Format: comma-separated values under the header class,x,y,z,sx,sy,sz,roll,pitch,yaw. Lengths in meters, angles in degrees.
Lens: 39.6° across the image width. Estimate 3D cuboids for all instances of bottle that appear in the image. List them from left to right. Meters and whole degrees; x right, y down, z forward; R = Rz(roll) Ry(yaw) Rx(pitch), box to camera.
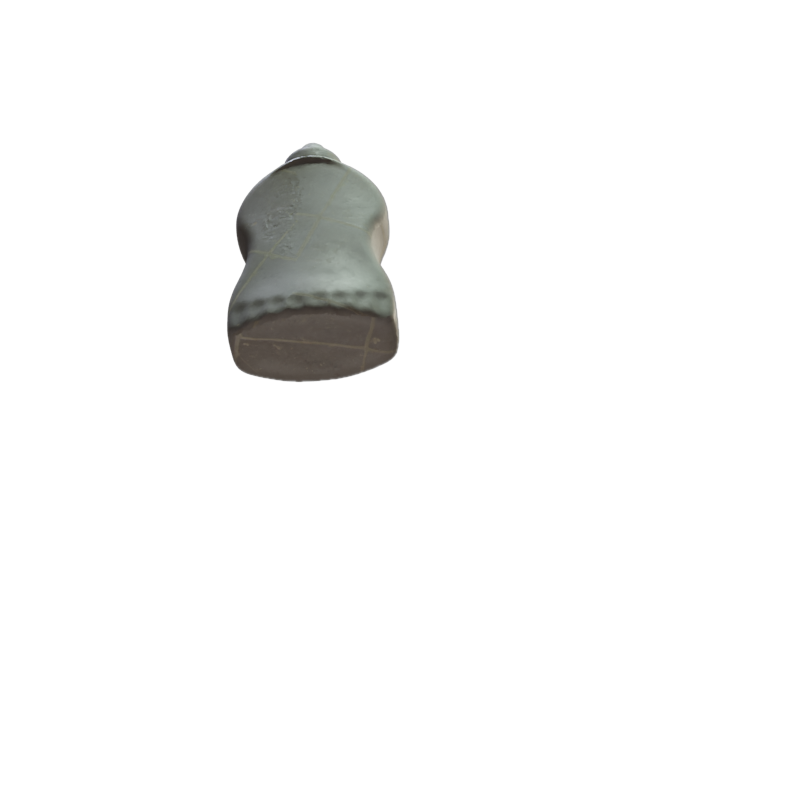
class,x,y,z,sx,sy,sz,roll,pitch,yaw
bottle,-0.054,-0.099,0.688,0.096,0.054,0.206,-7,43,3
